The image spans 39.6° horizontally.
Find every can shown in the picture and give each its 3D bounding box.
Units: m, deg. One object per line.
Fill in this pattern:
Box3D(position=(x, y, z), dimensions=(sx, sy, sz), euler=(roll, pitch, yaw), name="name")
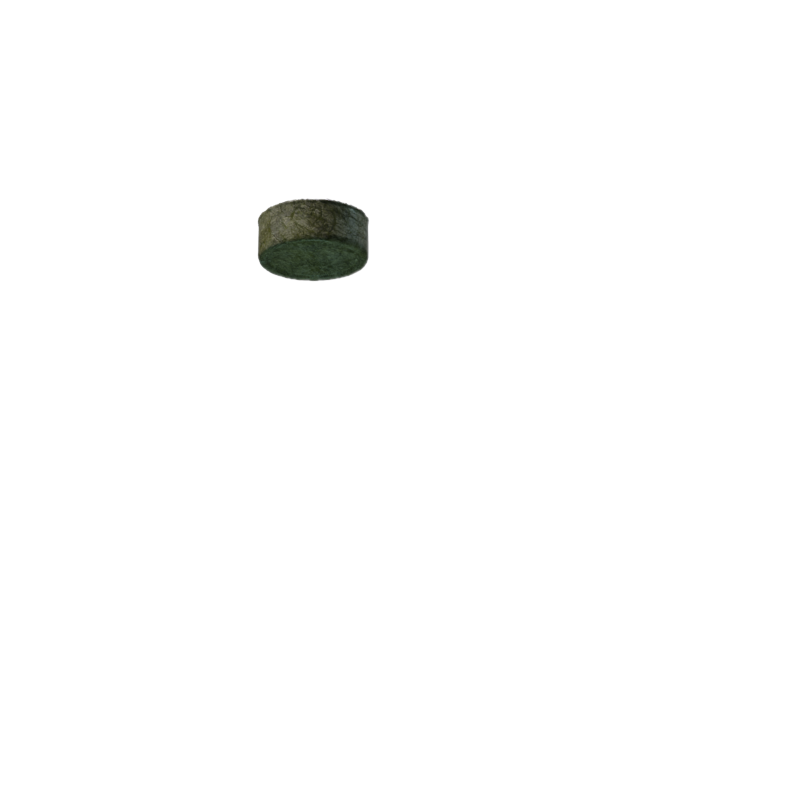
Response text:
Box3D(position=(-0.066, -0.121, 0.848), dimensions=(0.086, 0.035, 0.082), euler=(0, -17, -2), name="can")
